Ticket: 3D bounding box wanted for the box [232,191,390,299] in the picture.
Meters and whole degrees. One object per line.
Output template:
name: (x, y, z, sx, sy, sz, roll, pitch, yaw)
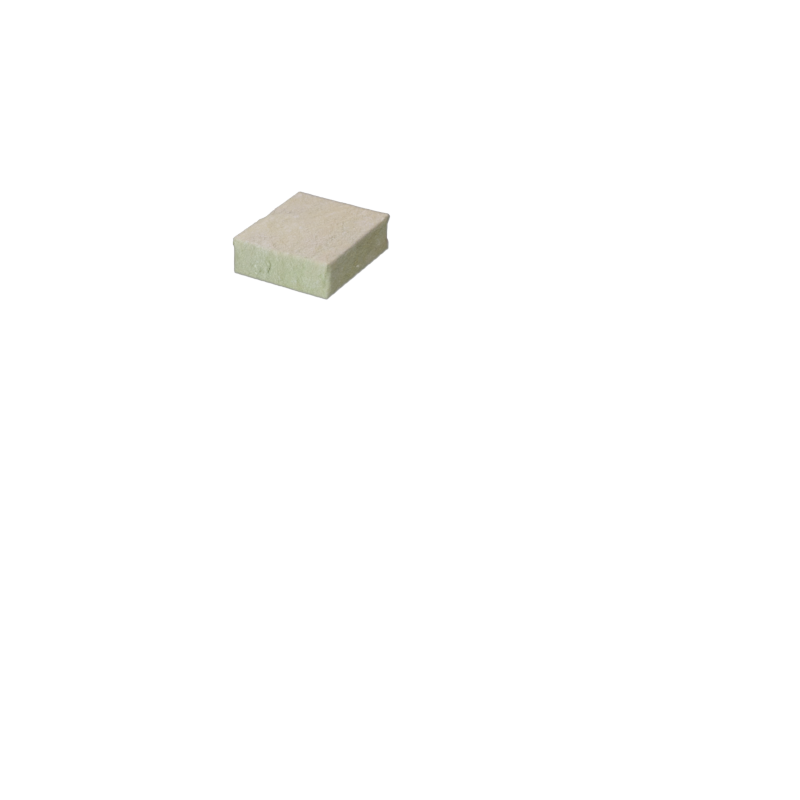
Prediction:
box: (-0.058, -0.107, 0.748, 0.076, 0.028, 0.091, 17, 37, 24)
